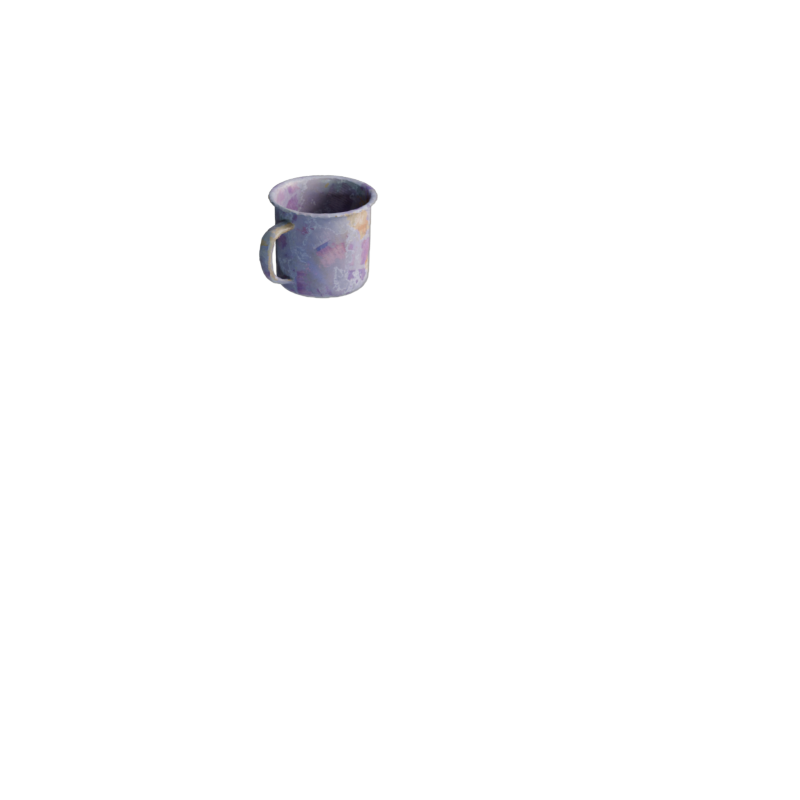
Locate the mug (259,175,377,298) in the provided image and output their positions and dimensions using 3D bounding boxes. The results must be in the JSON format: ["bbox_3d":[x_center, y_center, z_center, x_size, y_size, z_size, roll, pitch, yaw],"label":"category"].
[{"bbox_3d":[-0.074,-0.136,0.949,0.099,0.077,0.117,22,36,34],"label":"mug"}]
